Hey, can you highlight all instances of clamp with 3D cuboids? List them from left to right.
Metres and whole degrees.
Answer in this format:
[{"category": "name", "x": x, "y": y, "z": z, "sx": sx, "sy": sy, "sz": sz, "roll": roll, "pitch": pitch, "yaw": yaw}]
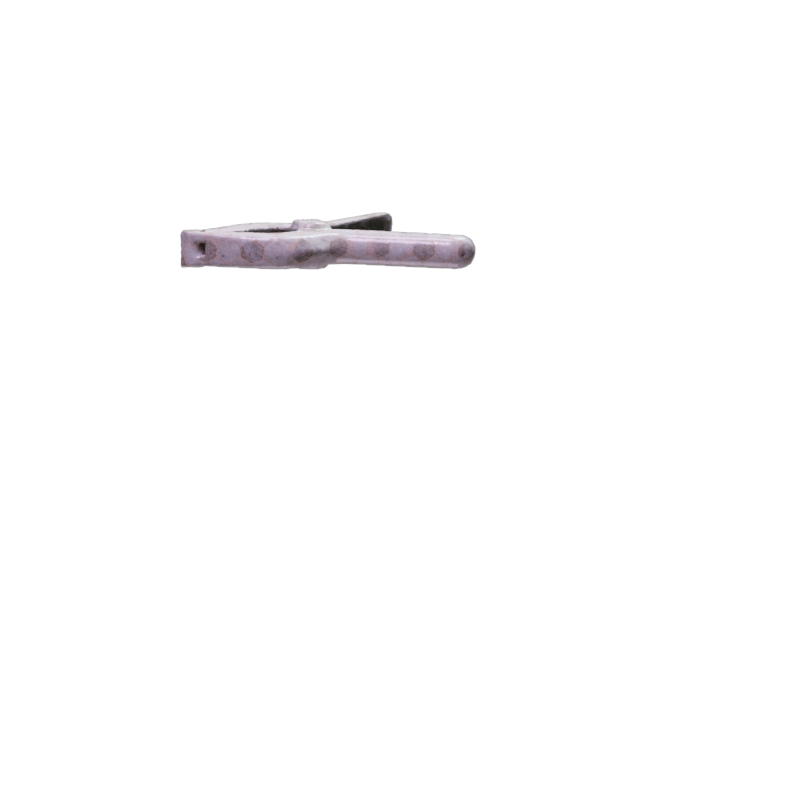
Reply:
[{"category": "clamp", "x": -0.067, "y": -0.123, "z": 0.861, "sx": 0.206, "sy": 0.035, "sz": 0.172, "roll": -4, "pitch": 15, "yaw": -14}]
